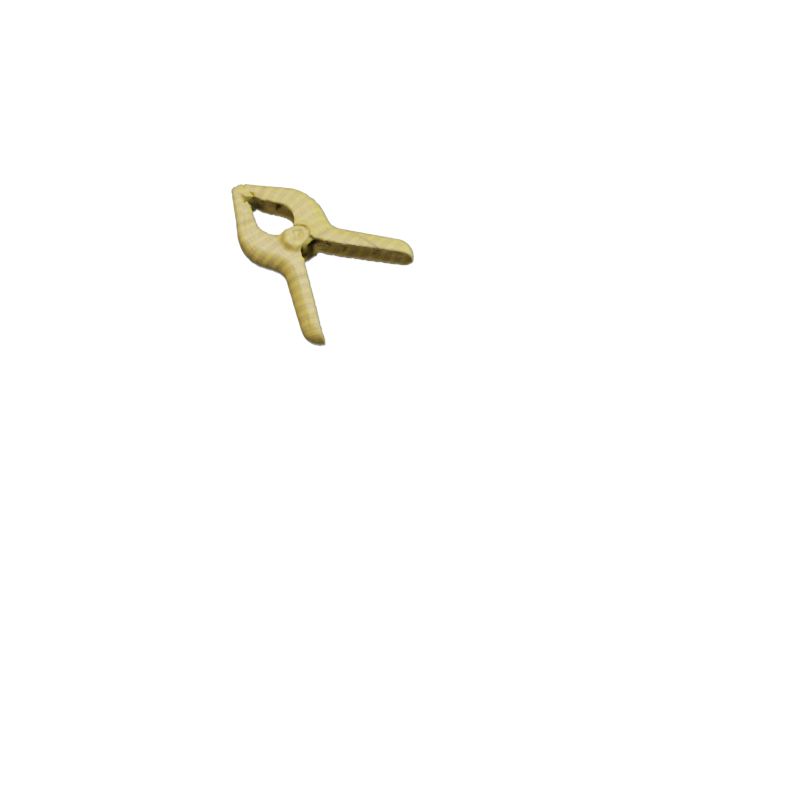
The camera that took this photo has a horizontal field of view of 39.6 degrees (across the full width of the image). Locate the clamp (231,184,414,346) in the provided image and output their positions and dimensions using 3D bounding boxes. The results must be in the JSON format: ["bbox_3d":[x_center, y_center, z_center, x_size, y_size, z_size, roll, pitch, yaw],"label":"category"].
[{"bbox_3d":[-0.075,-0.137,0.961,0.120,0.182,0.037,-32,-26,-18],"label":"clamp"}]
